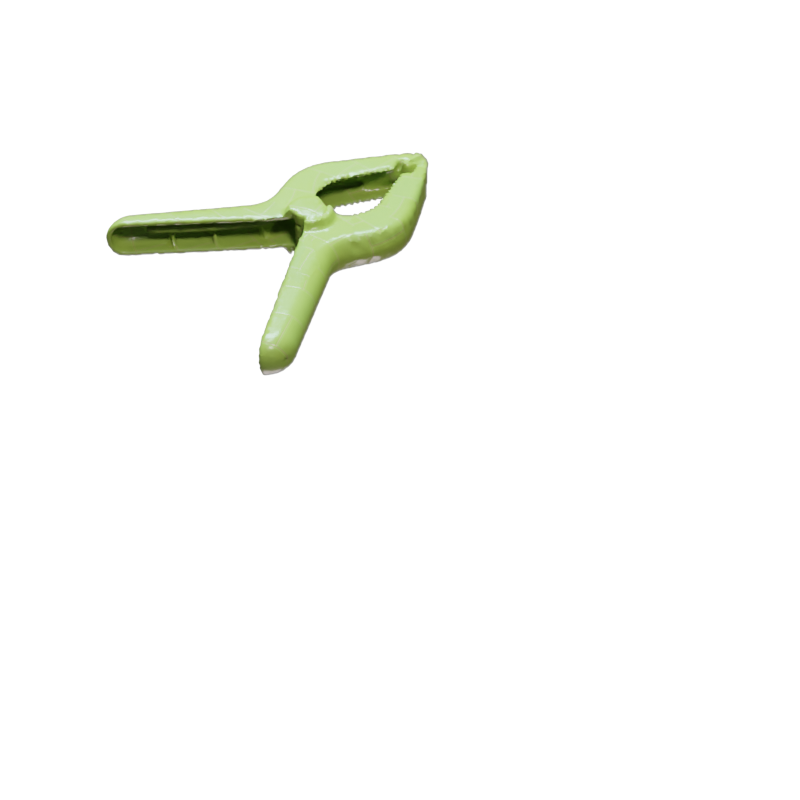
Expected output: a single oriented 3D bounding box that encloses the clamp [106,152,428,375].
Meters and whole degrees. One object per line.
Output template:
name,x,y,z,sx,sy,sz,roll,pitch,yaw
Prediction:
clamp,-0.054,-0.098,0.688,0.209,0.034,0.177,-26,48,-26
